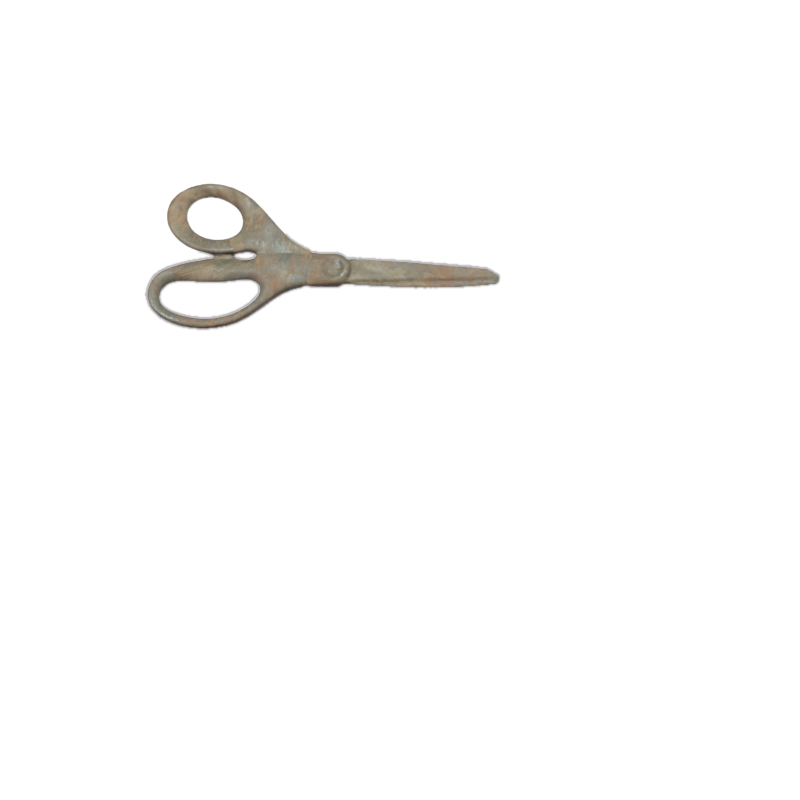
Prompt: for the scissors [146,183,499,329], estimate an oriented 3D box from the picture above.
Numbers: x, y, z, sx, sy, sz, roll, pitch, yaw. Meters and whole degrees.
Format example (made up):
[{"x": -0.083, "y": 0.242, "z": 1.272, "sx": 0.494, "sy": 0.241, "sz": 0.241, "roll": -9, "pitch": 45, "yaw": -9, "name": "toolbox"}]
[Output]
[{"x": -0.051, "y": -0.093, "z": 0.652, "sx": 0.201, "sy": 0.100, "sz": 0.015, "roll": -12, "pitch": -17, "yaw": -4, "name": "scissors"}]
